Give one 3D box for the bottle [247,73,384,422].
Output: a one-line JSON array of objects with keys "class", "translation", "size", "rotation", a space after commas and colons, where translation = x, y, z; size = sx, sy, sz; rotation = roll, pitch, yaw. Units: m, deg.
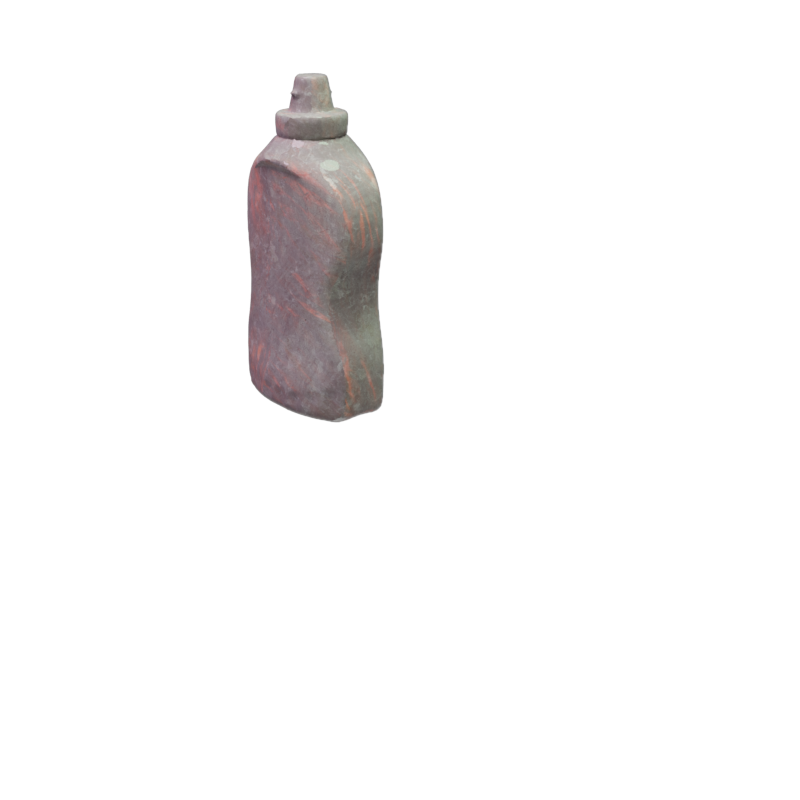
[{"class": "bottle", "translation": [-0.050, -0.091, 0.638], "size": [0.057, 0.185, 0.102], "rotation": [-11, 20, -36]}]
